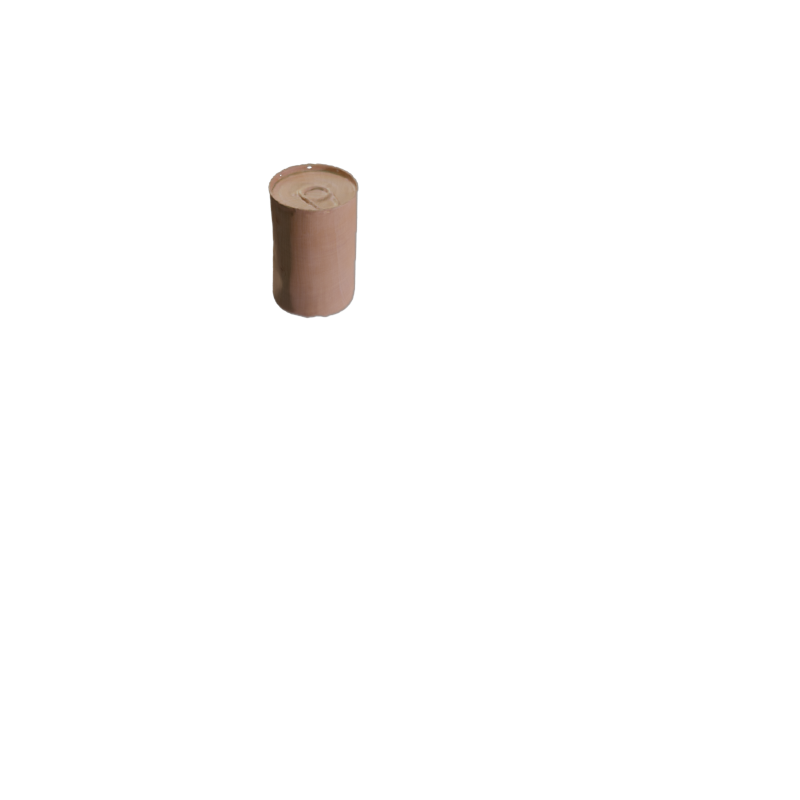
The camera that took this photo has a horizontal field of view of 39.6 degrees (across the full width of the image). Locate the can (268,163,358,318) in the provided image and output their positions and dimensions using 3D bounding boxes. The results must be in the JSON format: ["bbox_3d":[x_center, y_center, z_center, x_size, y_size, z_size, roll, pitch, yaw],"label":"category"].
[{"bbox_3d":[-0.067,-0.123,0.861,0.068,0.096,0.073,0,37,-3],"label":"can"}]
